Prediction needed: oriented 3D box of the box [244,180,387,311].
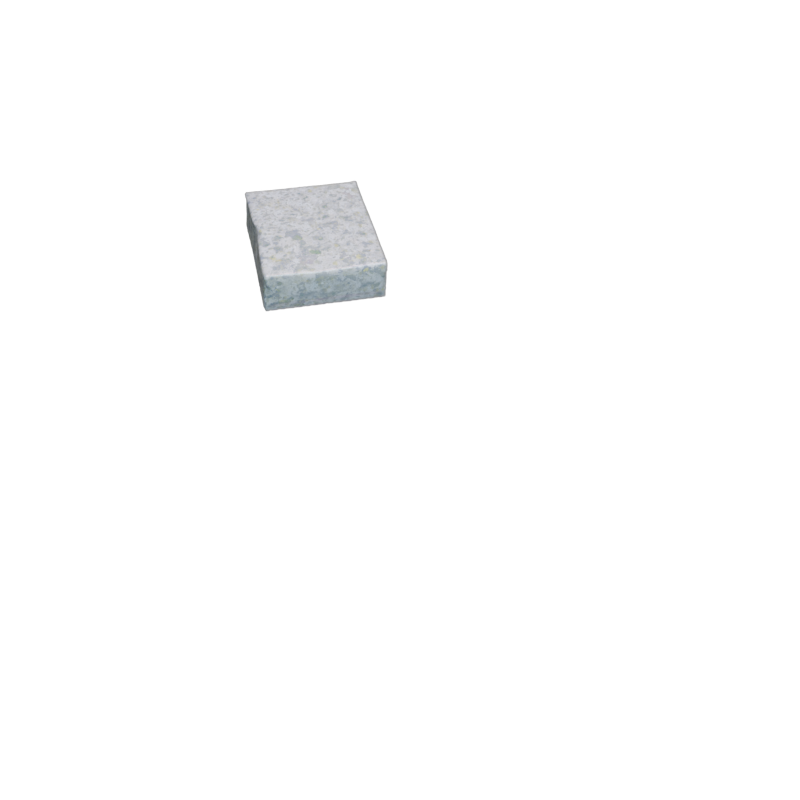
[{"bbox_3d":[-0.053,-0.096,0.674,0.072,0.028,0.096,-8,43,-9],"label":"box"}]
